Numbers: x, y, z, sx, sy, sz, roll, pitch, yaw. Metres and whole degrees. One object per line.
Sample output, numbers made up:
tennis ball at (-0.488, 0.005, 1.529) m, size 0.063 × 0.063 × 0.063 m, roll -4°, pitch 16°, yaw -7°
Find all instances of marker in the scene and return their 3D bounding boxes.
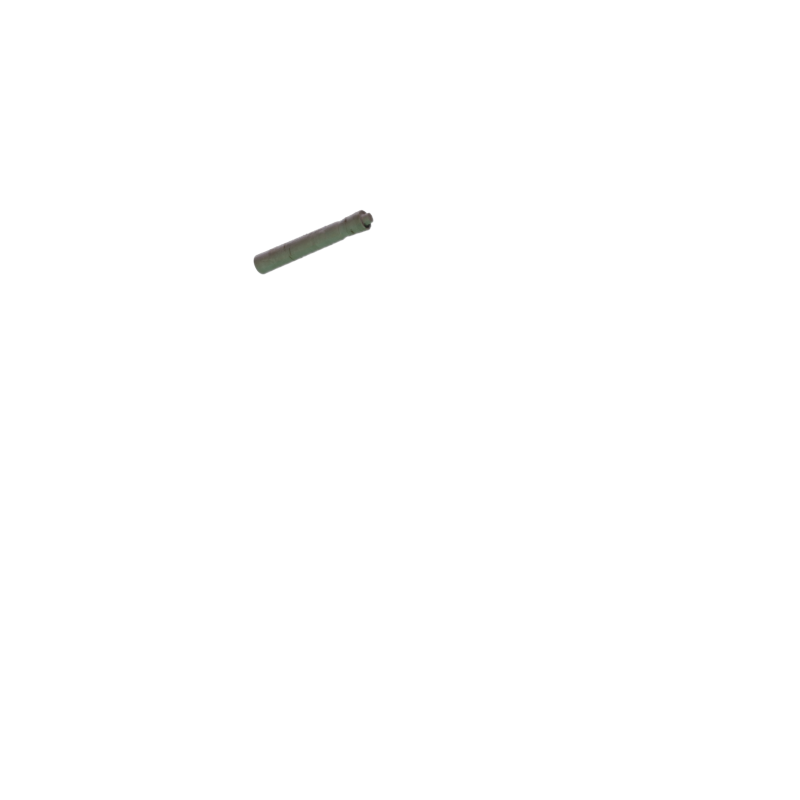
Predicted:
marker at (-0.076, -0.139, 0.974) m, size 0.122 × 0.020 × 0.019 m, roll -18°, pitch -5°, yaw 28°
